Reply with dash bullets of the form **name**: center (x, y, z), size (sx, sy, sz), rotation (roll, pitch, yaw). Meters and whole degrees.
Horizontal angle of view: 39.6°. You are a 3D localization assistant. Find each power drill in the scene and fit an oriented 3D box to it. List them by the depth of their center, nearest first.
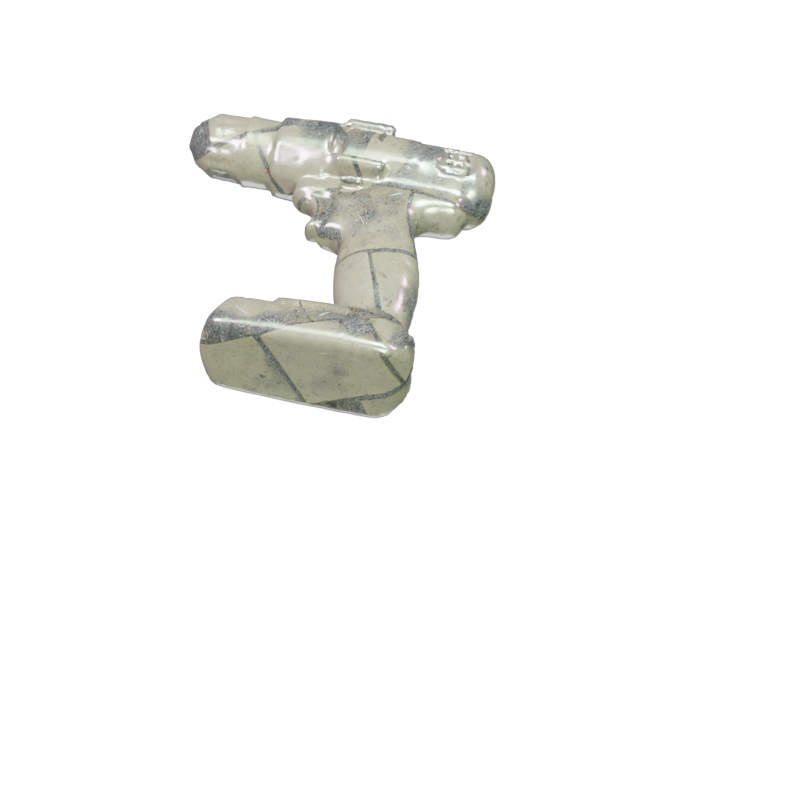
- **power drill**: center (-0.048, -0.087, 0.612), size (0.187, 0.198, 0.053), rotation (9, -41, 8)
